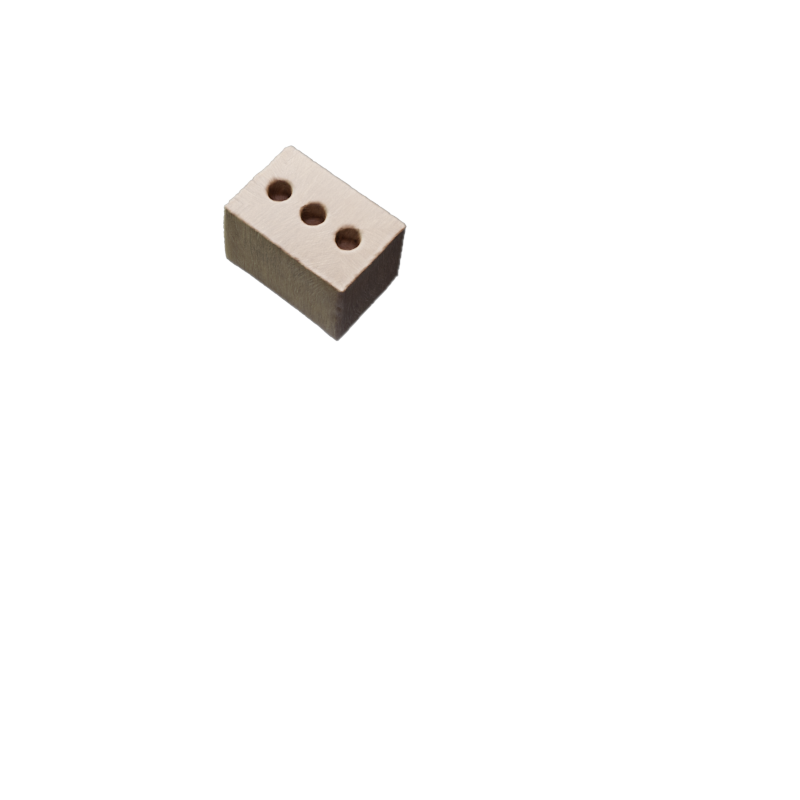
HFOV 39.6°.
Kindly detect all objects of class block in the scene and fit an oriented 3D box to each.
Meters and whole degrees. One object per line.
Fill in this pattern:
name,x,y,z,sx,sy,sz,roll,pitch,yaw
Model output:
block,-0.044,-0.080,0.558,0.081,0.054,0.048,36,-24,17
